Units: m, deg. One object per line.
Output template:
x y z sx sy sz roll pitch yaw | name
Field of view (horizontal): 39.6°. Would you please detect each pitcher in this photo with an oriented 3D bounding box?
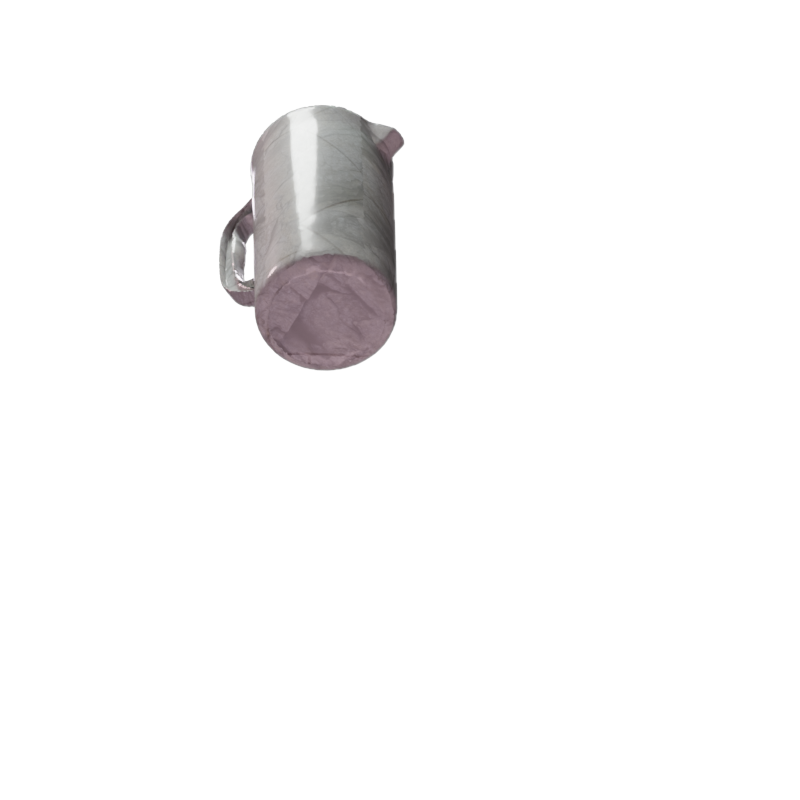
-0.073 -0.133 0.931 0.143 0.142 0.260 11 35 -11 | pitcher
